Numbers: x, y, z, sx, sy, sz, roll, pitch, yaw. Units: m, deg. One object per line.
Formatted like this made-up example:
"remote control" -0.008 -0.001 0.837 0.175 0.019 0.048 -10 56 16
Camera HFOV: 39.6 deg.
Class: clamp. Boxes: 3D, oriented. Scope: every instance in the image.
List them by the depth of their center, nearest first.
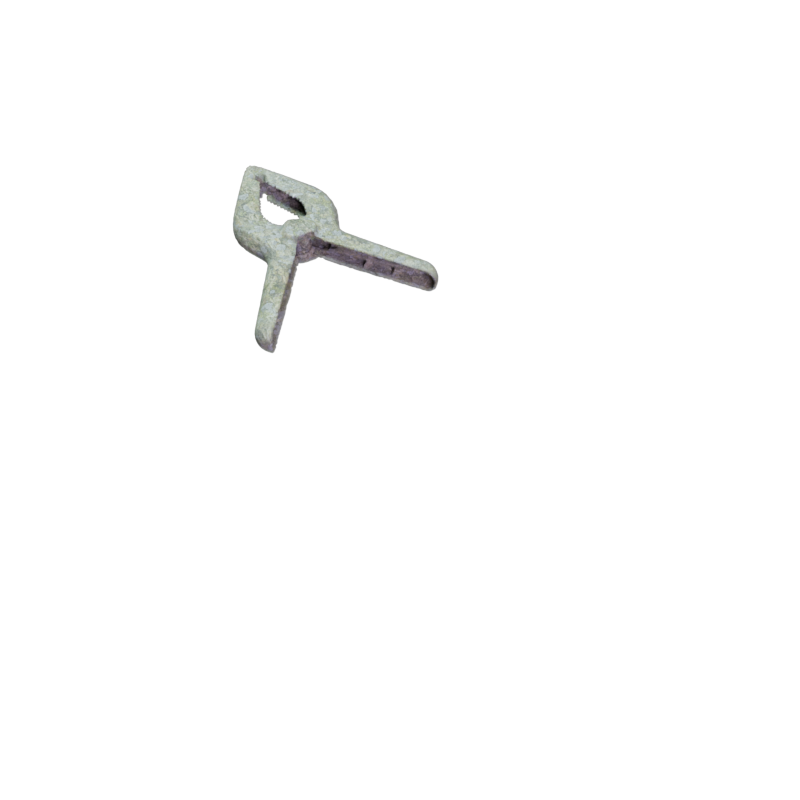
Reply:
"clamp" -0.075 -0.138 0.963 0.163 0.034 0.227 -16 48 -15
